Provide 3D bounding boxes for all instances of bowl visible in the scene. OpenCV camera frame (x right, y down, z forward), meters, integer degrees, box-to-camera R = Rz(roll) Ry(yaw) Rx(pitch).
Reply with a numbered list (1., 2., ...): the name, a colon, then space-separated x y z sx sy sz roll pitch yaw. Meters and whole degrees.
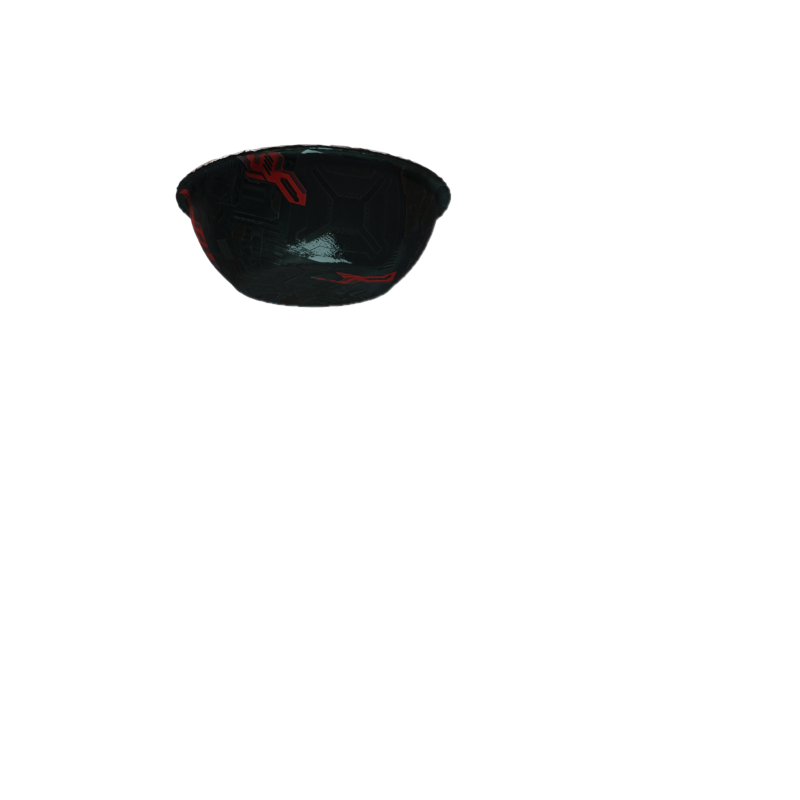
1. bowl: -0.050 -0.092 0.643 0.162 0.057 0.156 0 -12 -2
